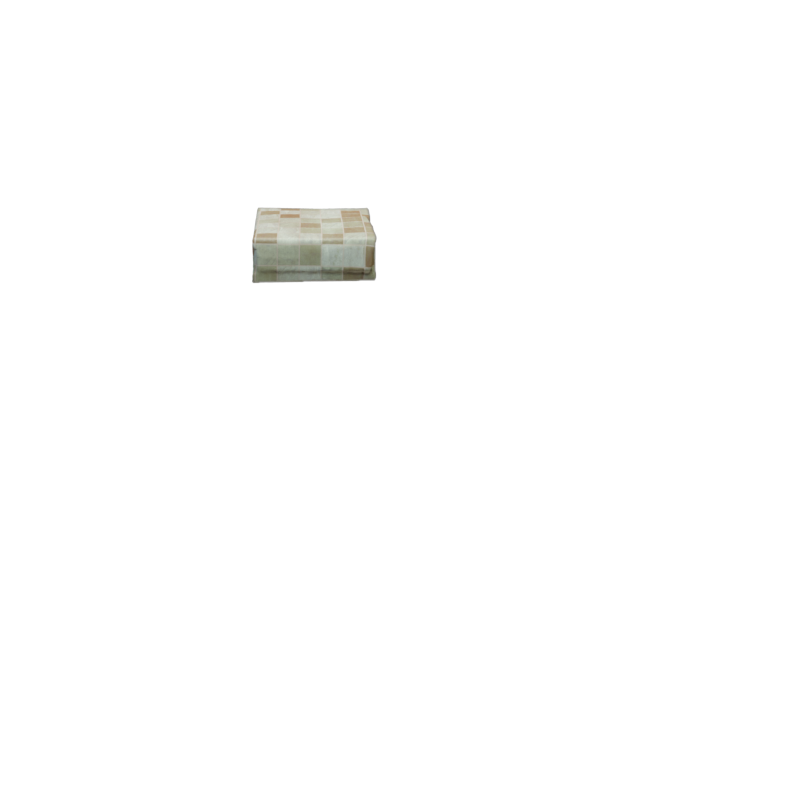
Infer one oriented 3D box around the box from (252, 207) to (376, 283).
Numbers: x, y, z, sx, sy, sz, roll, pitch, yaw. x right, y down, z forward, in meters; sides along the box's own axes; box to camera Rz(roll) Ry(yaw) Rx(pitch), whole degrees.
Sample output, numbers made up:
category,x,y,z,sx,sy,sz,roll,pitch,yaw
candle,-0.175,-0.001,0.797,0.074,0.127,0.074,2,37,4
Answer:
category,x,y,z,sx,sy,sz,roll,pitch,yaw
box,-0.053,-0.097,0.682,0.073,0.029,0.093,-1,20,-3
